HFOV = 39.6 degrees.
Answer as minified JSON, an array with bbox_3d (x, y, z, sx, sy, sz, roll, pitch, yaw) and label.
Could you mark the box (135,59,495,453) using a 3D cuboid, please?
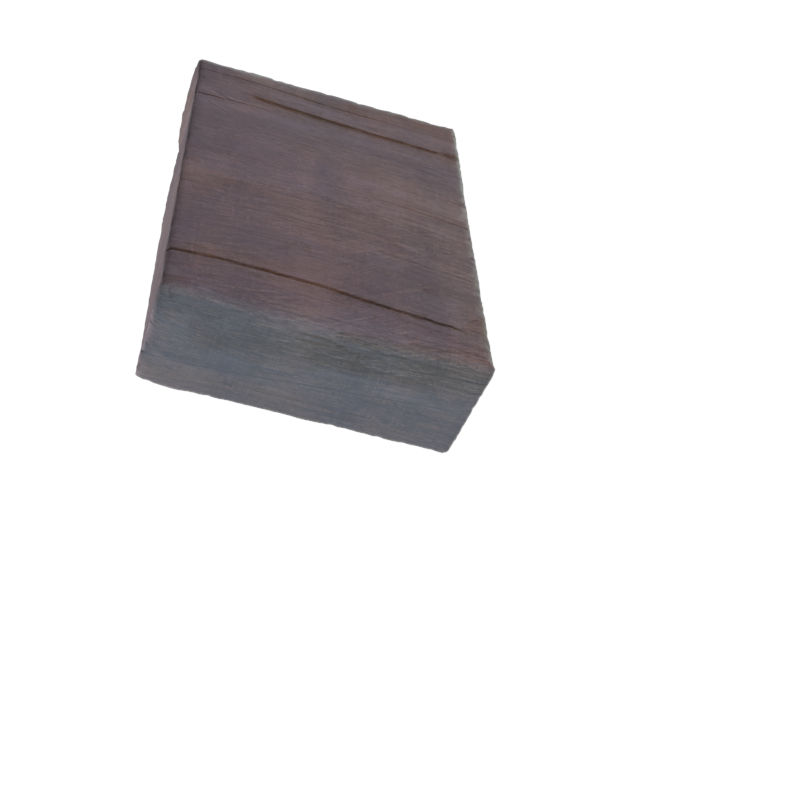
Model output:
[{"bbox_3d":[-0.047,-0.086,0.603,0.160,0.068,0.229,12,40,-13],"label":"box"}]
